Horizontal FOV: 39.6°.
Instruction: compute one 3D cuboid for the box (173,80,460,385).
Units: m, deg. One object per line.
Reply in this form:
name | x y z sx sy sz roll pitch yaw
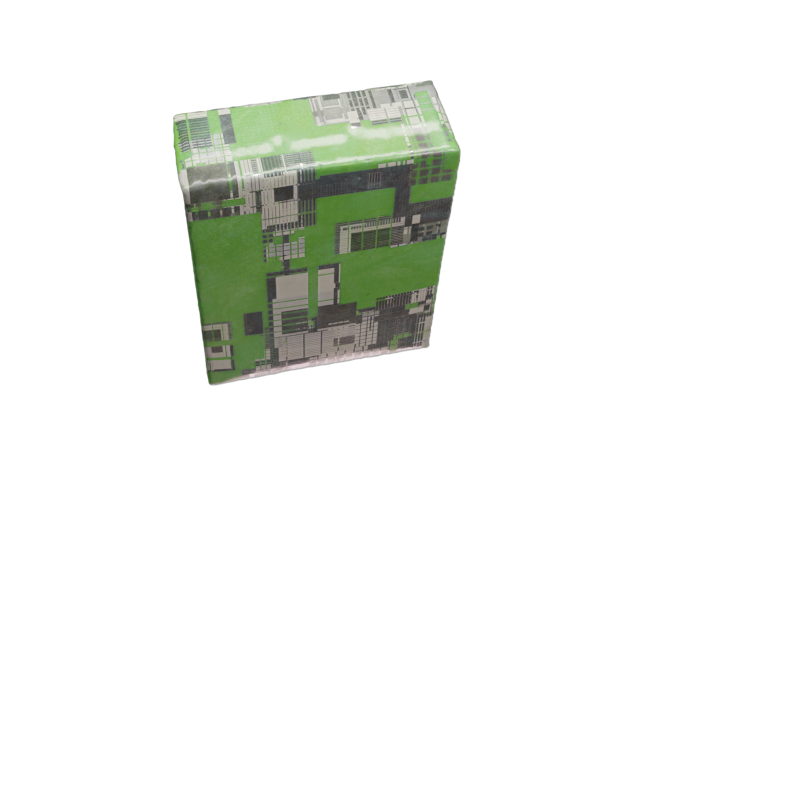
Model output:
box | -0.057 -0.104 0.730 0.163 0.077 0.200 -9 -33 -9
